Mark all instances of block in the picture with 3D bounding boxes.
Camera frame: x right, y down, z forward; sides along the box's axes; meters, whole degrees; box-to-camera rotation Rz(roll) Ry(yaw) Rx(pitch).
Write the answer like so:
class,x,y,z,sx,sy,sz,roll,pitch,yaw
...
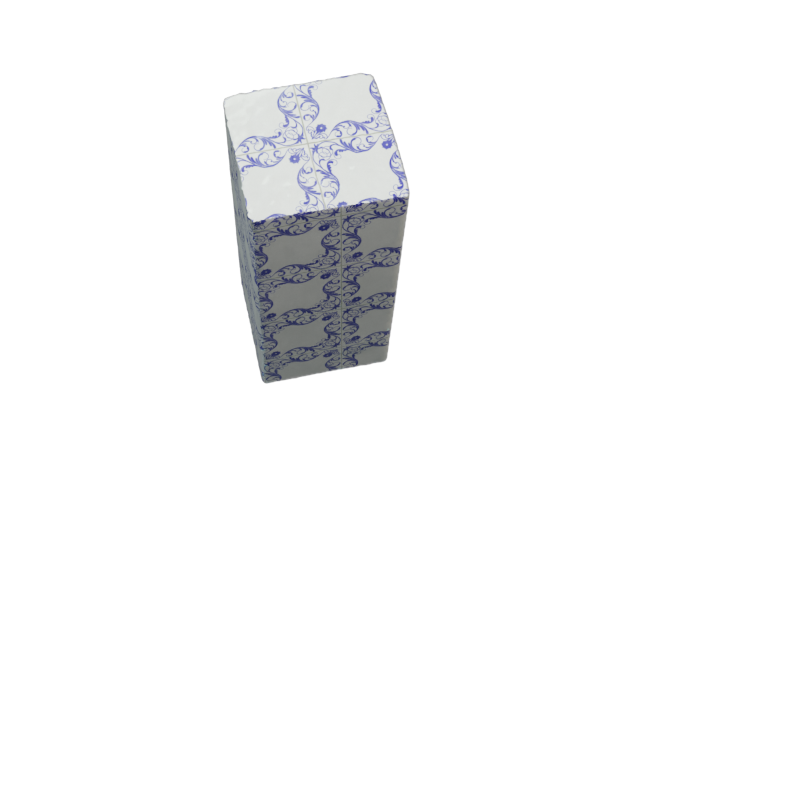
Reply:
class,x,y,z,sx,sy,sz,roll,pitch,yaw
block,-0.055,-0.100,0.698,0.090,0.096,0.194,-11,-25,-9
